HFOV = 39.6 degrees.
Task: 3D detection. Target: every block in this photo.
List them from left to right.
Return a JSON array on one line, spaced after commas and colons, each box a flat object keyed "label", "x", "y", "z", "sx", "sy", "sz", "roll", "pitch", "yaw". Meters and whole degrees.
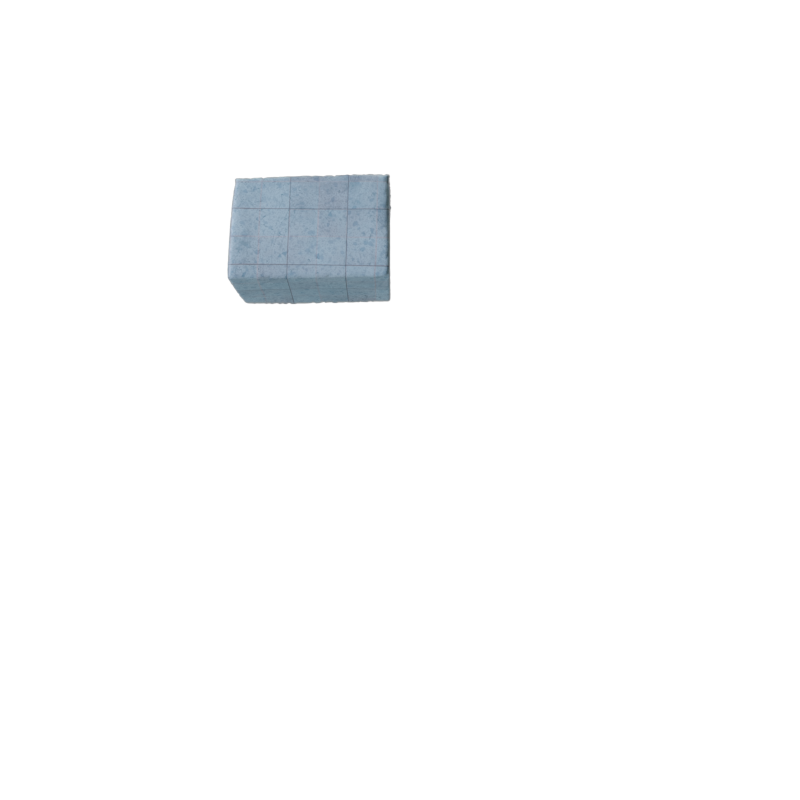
[{"label": "block", "x": -0.043, "y": -0.079, "z": 0.552, "sx": 0.078, "sy": 0.053, "sz": 0.051, "roll": -1, "pitch": -13, "yaw": 3}]
